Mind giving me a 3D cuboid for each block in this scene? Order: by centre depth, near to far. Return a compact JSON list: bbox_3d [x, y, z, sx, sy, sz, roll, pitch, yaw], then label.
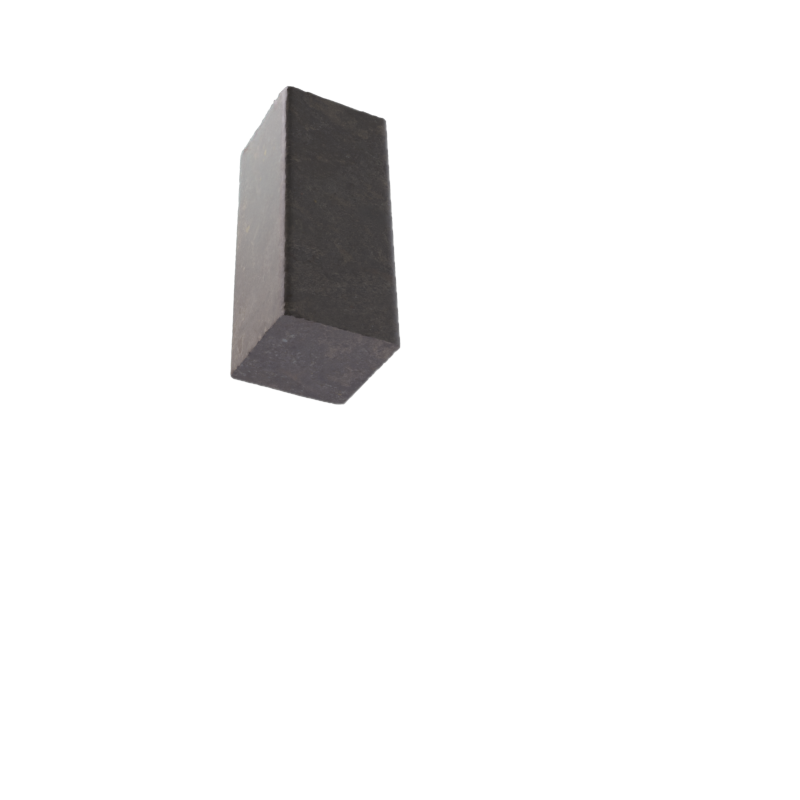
[{"bbox_3d":[-0.064,-0.115,0.806,0.087,0.221,0.088,15,-38,-24],"label":"block"}]
